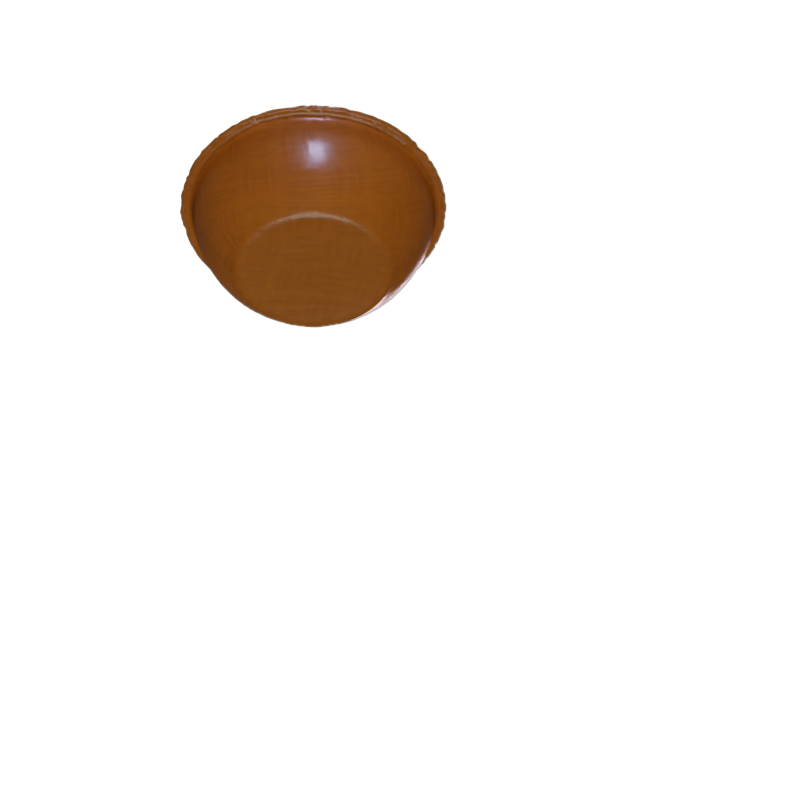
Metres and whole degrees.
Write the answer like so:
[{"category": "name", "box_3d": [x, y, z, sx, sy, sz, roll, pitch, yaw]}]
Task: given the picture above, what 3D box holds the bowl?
[{"category": "bowl", "box_3d": [-0.051, -0.094, 0.657, 0.162, 0.059, 0.151, 1, -44, -1]}]
